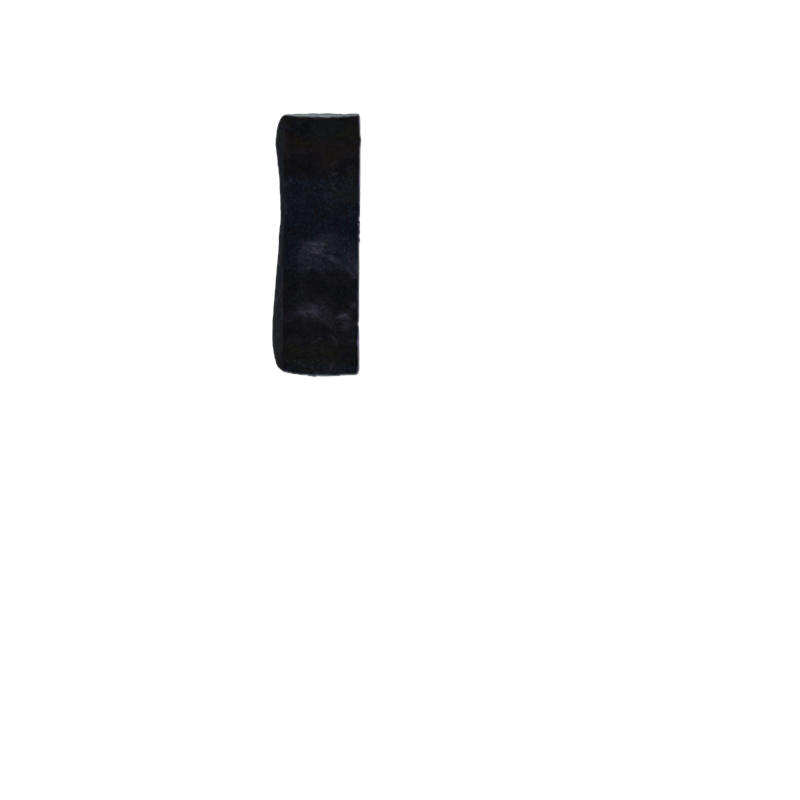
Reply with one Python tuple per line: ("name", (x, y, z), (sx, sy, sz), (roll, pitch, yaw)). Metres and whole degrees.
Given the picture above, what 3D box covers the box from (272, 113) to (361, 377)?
("box", (-0.076, -0.138, 0.968), (0.071, 0.212, 0.167), (0, 5, -7))
